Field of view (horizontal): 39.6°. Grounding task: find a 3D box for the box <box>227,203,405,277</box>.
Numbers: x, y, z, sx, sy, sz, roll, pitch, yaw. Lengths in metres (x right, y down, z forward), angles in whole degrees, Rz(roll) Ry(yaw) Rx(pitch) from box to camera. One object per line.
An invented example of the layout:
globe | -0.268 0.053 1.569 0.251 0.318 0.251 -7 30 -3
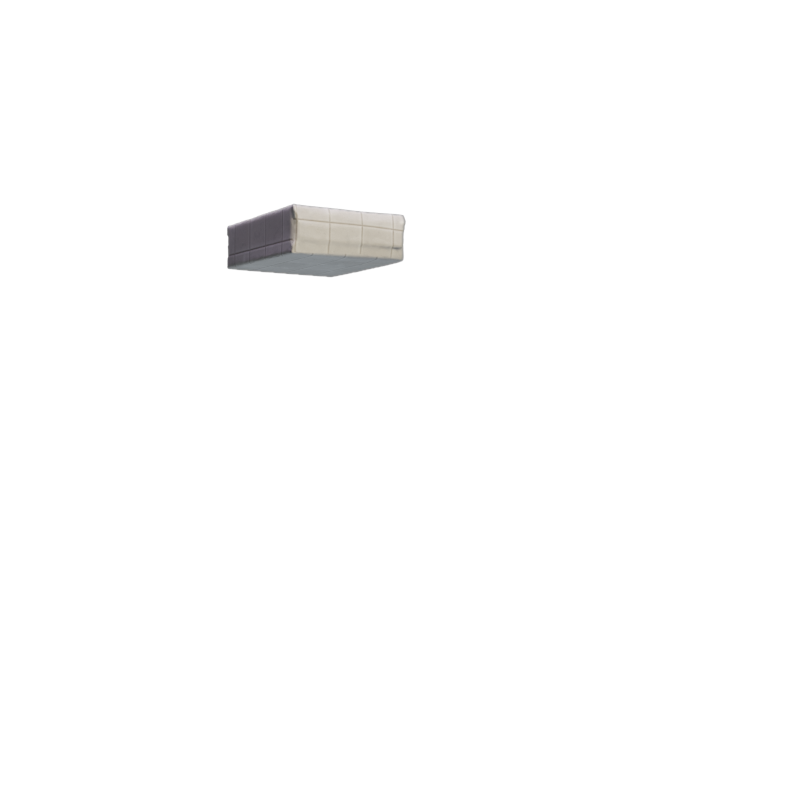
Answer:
box | -0.051 -0.092 0.646 0.070 0.031 0.091 1 -2 -31
